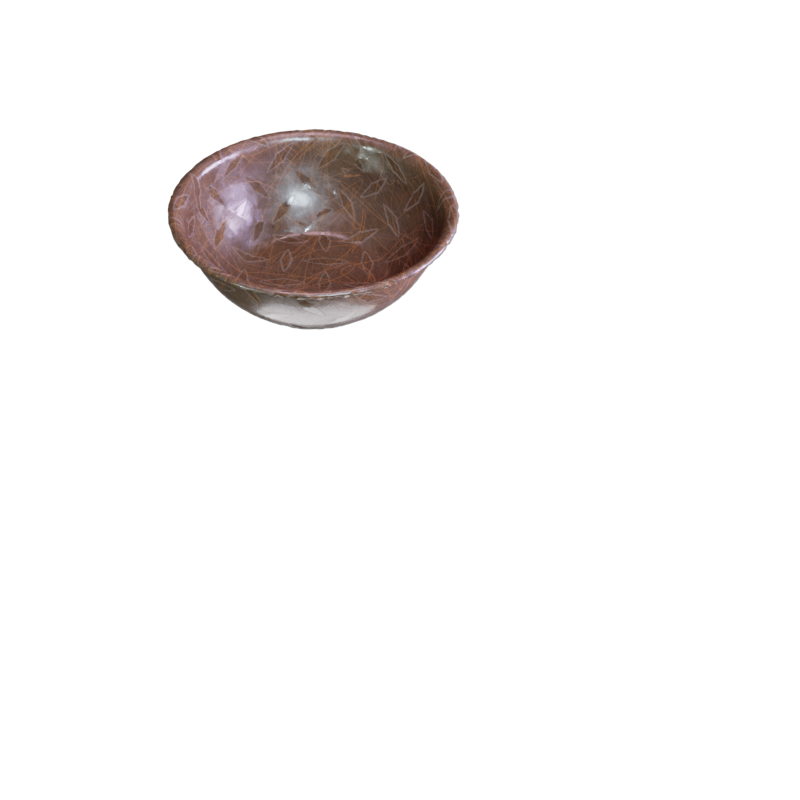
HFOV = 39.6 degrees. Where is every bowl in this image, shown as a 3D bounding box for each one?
[{"bbox_3d":[-0.049,-0.090,0.632,0.162,0.051,0.174,-1,41,-2],"label":"bowl"}]
